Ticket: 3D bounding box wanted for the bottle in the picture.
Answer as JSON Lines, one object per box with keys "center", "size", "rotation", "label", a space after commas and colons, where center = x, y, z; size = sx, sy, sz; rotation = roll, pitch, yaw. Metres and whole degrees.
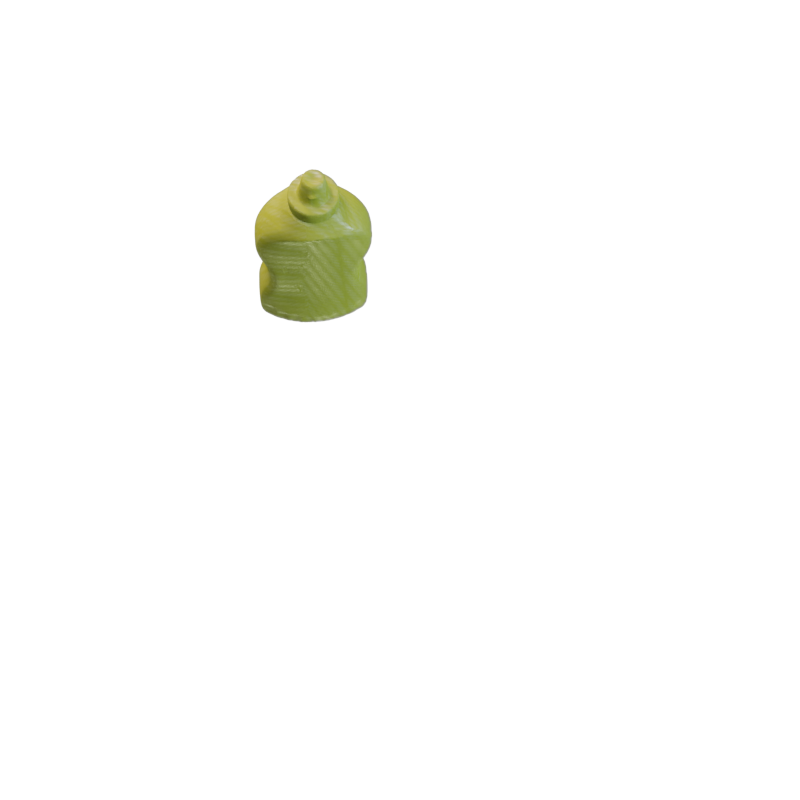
{"center": [-0.072, -0.131, 0.922], "size": [0.096, 0.062, 0.181], "rotation": [-1, -25, -4], "label": "bottle"}
